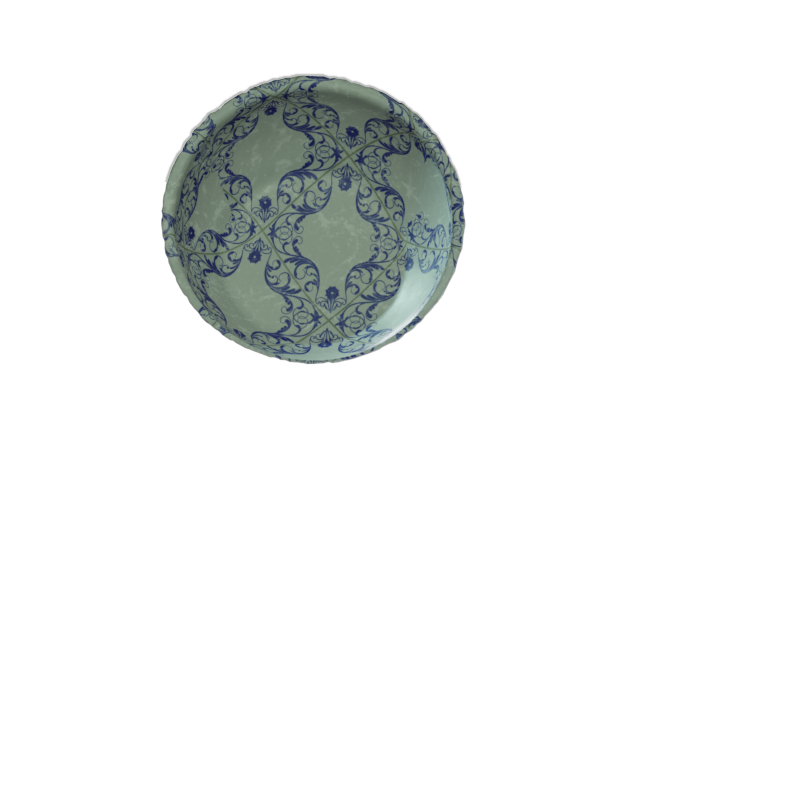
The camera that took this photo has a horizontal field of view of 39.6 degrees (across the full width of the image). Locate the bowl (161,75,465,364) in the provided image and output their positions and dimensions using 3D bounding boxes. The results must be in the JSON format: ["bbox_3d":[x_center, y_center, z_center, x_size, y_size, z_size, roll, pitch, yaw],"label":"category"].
[{"bbox_3d":[-0.044,-0.081,0.567,0.162,0.155,0.058,1,21,-1],"label":"bowl"}]
